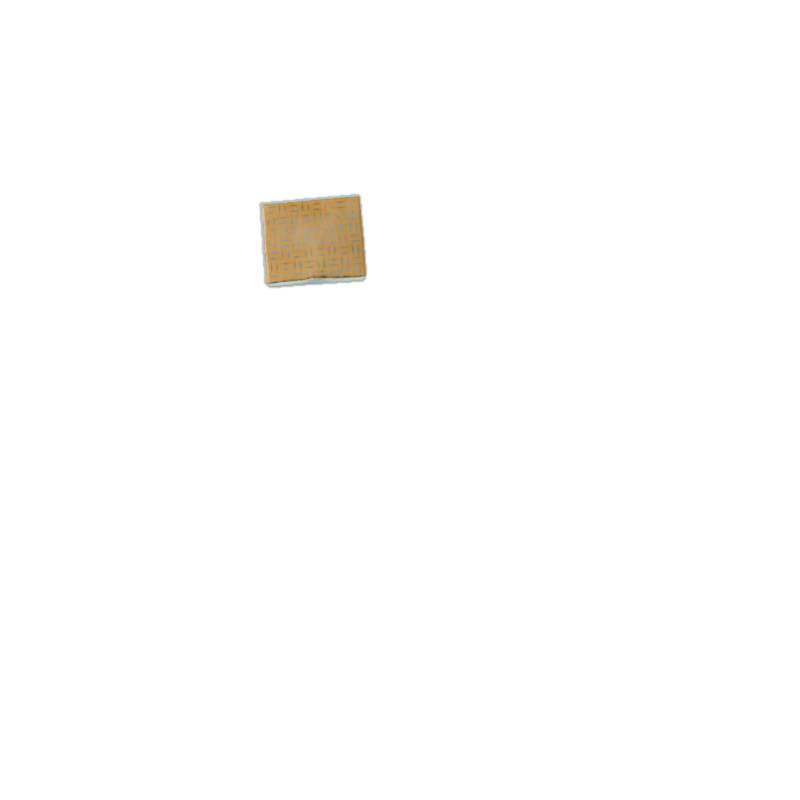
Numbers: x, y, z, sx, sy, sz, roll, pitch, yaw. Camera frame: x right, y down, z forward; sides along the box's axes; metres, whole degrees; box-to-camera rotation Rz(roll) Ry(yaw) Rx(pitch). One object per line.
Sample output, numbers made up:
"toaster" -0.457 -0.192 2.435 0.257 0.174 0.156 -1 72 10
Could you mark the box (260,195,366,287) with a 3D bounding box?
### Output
"box" -0.077 -0.140 0.979 0.089 0.075 0.029 -4 -10 -1
